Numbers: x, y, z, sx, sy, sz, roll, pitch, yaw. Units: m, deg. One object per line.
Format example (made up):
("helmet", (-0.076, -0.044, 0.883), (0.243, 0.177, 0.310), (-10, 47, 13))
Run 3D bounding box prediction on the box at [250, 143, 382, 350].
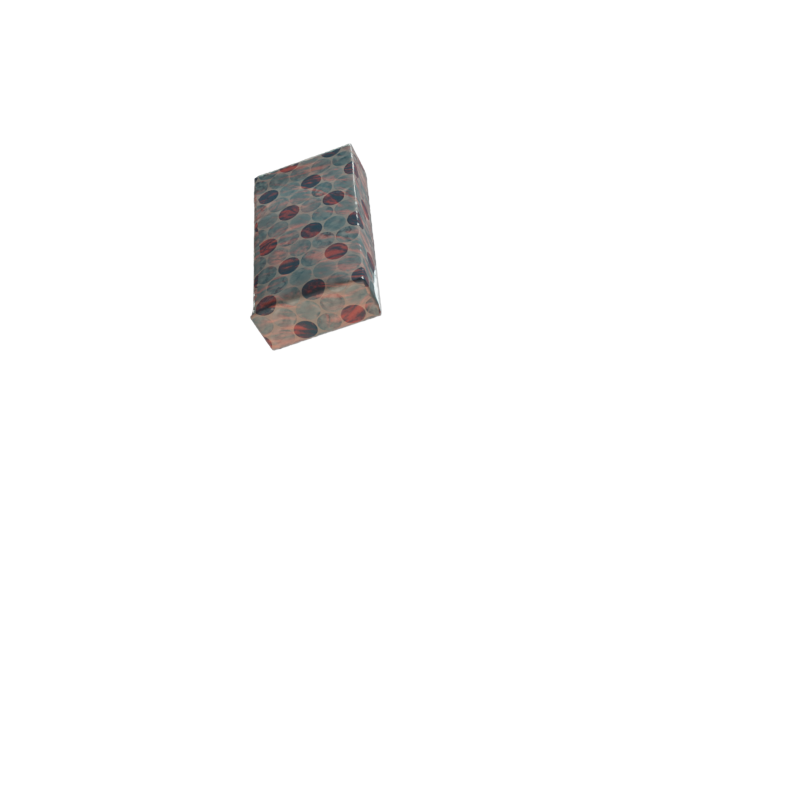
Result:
("box", (-0.069, -0.126, 0.884), (0.094, 0.044, 0.189), (-18, 41, 12))
